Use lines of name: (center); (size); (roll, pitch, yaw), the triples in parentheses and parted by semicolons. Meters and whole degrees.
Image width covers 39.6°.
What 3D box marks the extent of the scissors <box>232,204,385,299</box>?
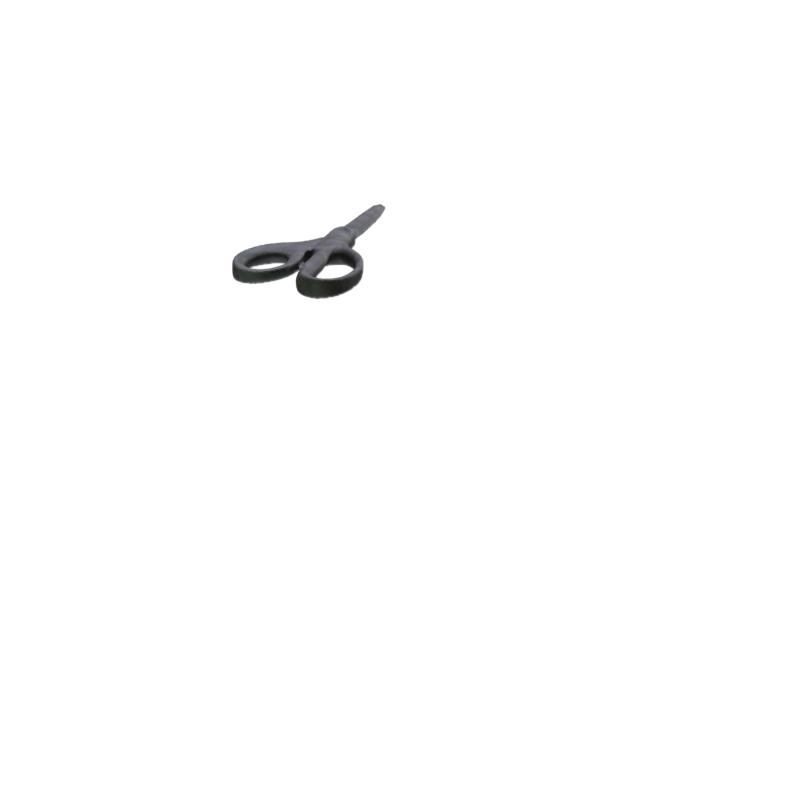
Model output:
scissors: (-0.062, -0.112, 0.787); (0.097, 0.015, 0.210); (1, 24, 2)
